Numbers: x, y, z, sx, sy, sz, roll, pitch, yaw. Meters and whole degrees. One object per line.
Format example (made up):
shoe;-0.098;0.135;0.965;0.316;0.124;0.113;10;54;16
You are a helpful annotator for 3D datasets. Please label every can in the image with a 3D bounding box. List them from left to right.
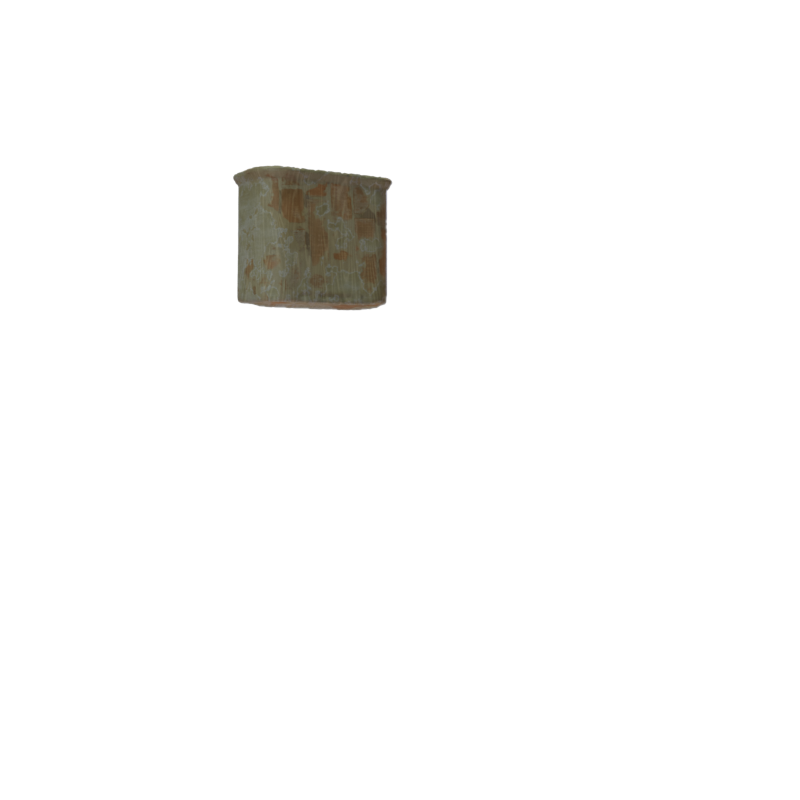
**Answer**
can;-0.056;-0.102;0.715;0.098;0.085;0.059;1;-5;-31
